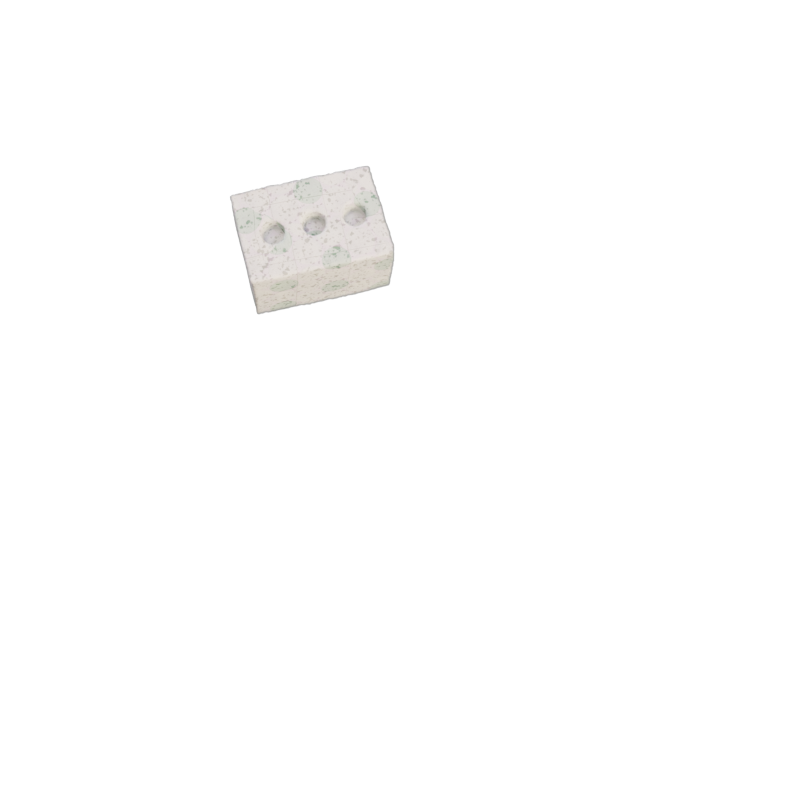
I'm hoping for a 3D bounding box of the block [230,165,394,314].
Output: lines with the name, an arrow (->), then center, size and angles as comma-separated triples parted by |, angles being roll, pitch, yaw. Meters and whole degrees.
block -> -0.047, -0.085, 0.594 | 0.077, 0.056, 0.049 | -14, -19, -6
